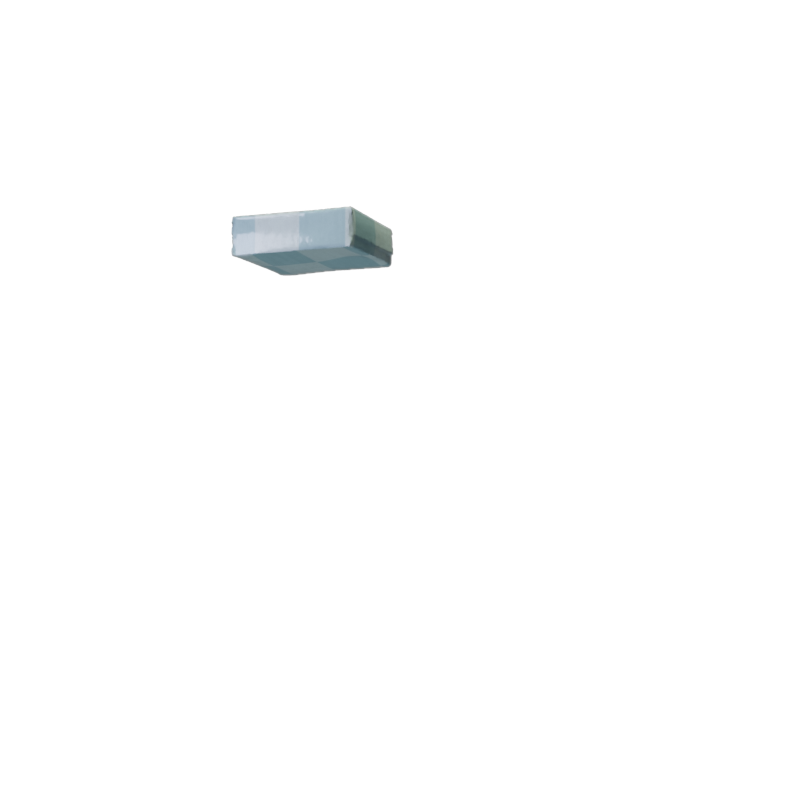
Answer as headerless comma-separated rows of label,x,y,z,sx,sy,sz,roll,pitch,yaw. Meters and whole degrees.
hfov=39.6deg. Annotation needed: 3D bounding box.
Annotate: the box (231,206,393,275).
box,-0.074,-0.134,0.942,0.116,0.040,0.085,-3,-8,23
